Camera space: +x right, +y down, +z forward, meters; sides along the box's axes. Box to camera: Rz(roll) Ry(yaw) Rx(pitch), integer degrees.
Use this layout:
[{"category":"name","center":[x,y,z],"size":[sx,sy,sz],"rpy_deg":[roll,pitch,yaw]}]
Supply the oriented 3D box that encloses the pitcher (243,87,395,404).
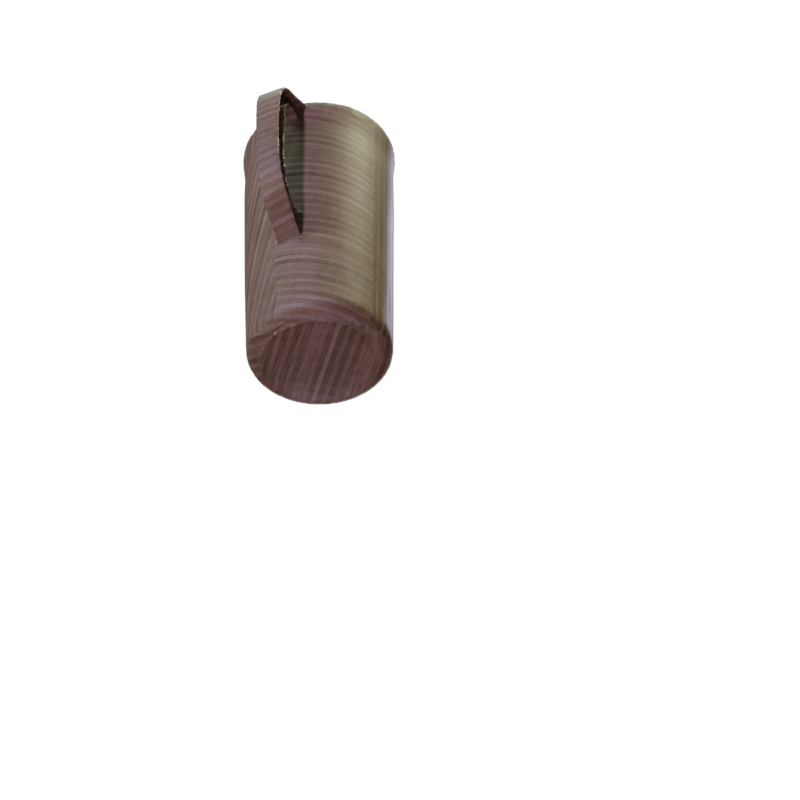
[{"category":"pitcher","center":[-0.069,-0.126,0.885],"size":[0.144,0.261,0.139],"rpy_deg":[17,-48,-19]}]
